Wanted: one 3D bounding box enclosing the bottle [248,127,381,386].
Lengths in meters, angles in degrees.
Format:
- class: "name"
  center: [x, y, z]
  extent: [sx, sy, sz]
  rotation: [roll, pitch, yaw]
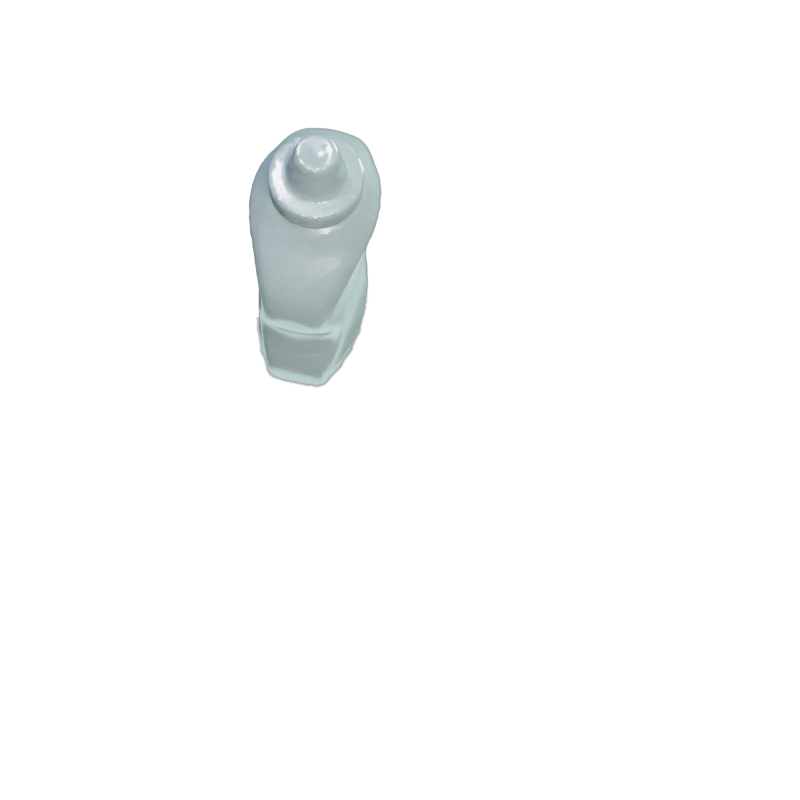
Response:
- class: "bottle"
  center: [-0.041, -0.076, 0.534]
  extent: [0.059, 0.100, 0.184]
  rotation: [13, -17, 0]
